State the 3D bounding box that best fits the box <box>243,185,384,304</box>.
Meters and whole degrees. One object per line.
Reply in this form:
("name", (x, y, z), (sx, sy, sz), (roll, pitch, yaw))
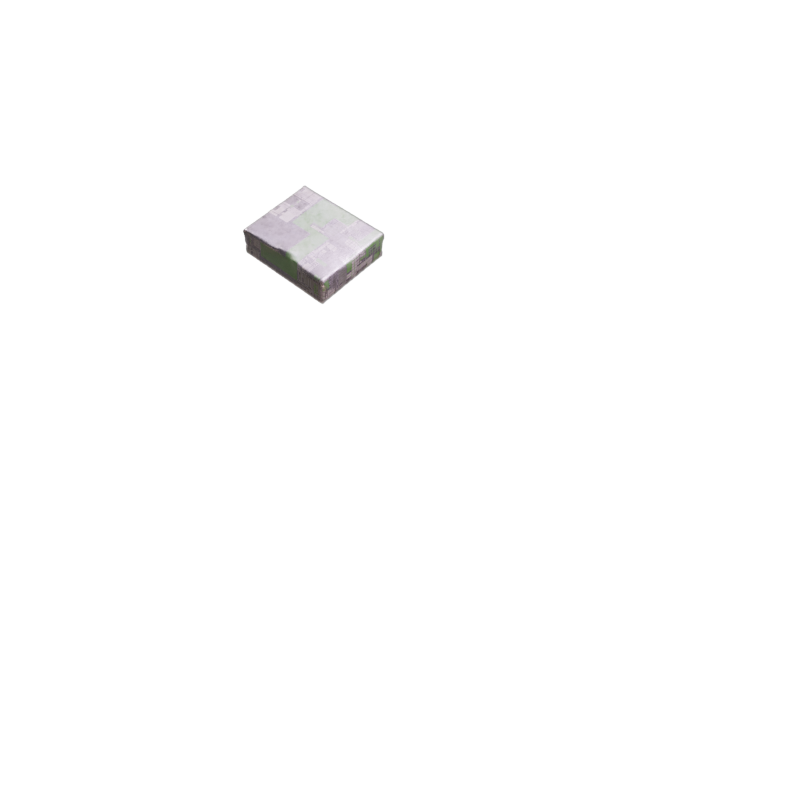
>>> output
("box", (-0.070, -0.127, 0.892), (0.095, 0.028, 0.074), (34, 57, 26))
